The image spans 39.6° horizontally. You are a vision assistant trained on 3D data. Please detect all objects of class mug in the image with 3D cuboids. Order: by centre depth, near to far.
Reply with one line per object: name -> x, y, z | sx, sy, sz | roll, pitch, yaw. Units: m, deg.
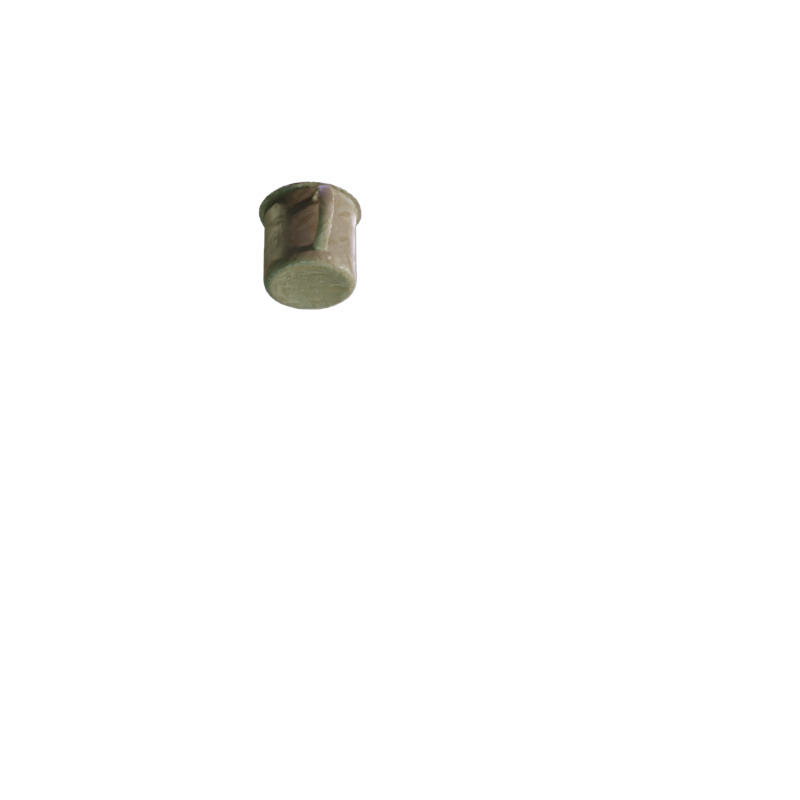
mug -> -0.076, -0.138, 0.970 | 0.091, 0.087, 0.112 | 8, -32, -15
